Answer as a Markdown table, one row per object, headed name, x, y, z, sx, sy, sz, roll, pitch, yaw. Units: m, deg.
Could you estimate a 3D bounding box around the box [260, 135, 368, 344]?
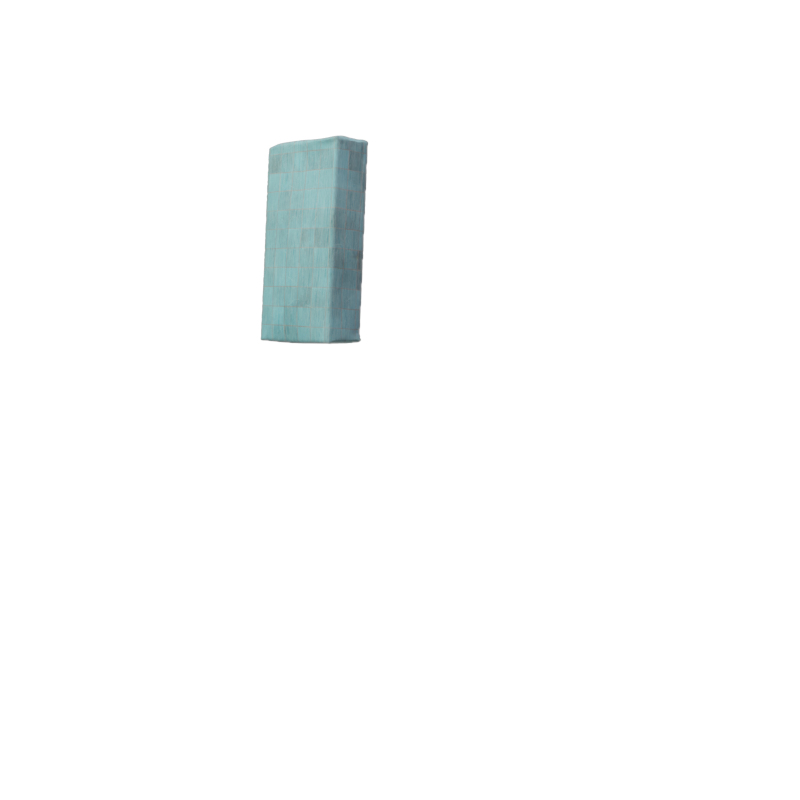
| name | x | y | z | sx | sy | sz | roll | pitch | yaw |
| --- | --- | --- | --- | --- | --- | --- | --- | --- | --- |
| box | -0.076 | -0.138 | 0.968 | 0.046 | 0.177 | 0.097 | 2 | -3 | -45 |
